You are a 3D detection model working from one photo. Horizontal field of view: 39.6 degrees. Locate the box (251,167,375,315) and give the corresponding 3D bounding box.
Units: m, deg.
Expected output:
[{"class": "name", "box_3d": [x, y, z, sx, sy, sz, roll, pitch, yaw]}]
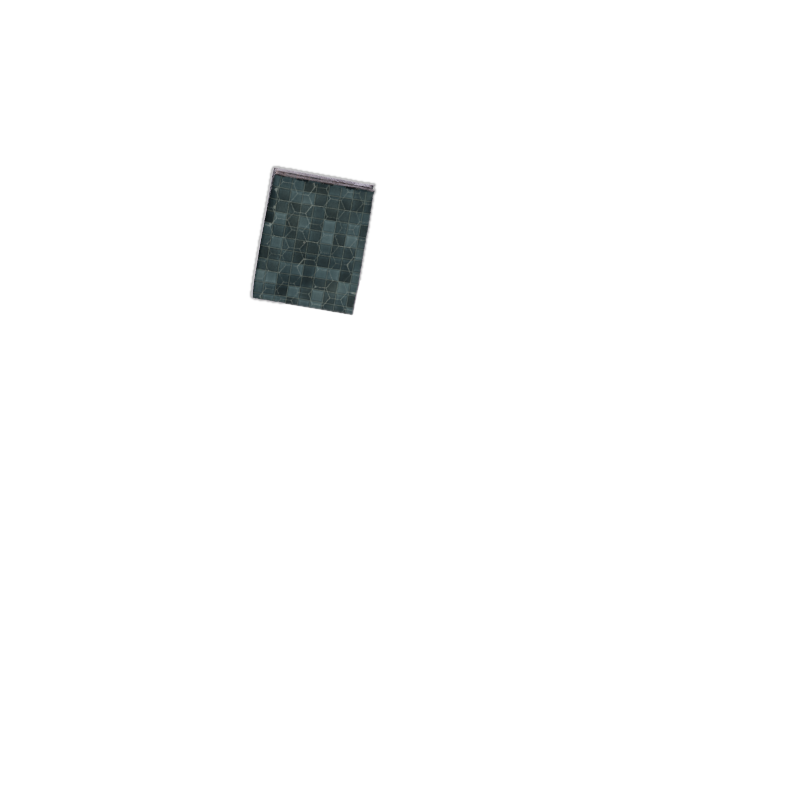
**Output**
[{"class": "box", "box_3d": [-0.074, -0.135, 0.944, 0.089, 0.110, 0.040, 10, 15, -4]}]
